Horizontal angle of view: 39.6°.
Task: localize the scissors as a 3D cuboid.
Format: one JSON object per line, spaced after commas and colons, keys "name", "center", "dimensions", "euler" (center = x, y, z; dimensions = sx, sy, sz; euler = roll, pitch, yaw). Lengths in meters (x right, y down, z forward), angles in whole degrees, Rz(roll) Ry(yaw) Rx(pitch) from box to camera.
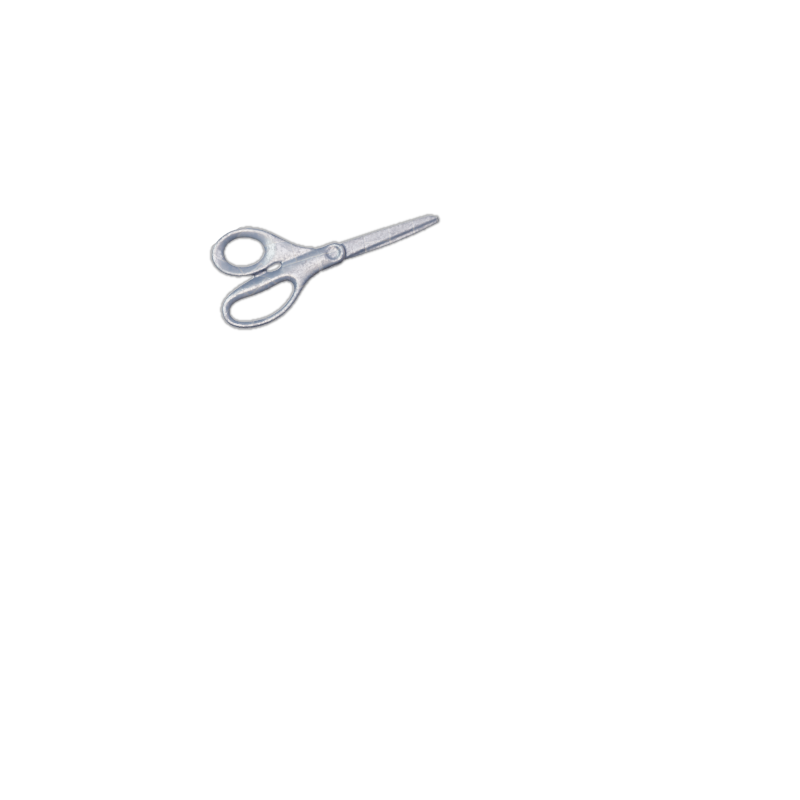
{"name": "scissors", "center": [-0.074, -0.136, 0.952], "dimensions": [0.202, 0.100, 0.015], "euler": [-35, -14, -11]}
